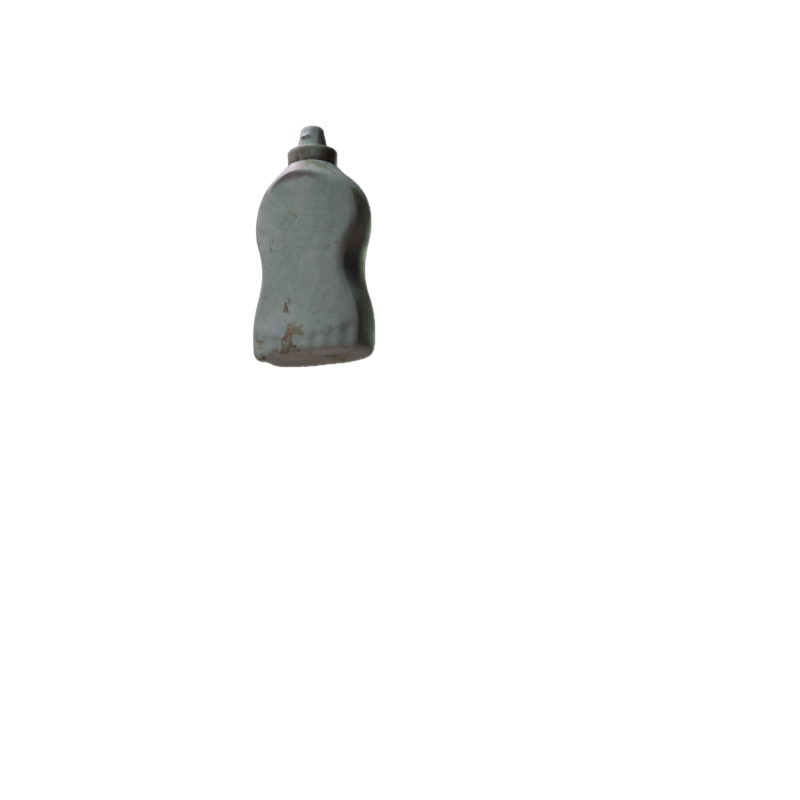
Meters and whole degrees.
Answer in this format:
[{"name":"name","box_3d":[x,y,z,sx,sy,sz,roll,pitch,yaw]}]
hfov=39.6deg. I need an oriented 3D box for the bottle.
[{"name":"bottle","box_3d":[-0.069,-0.126,0.881,0.098,0.199,0.055,-9,-17,29]}]
